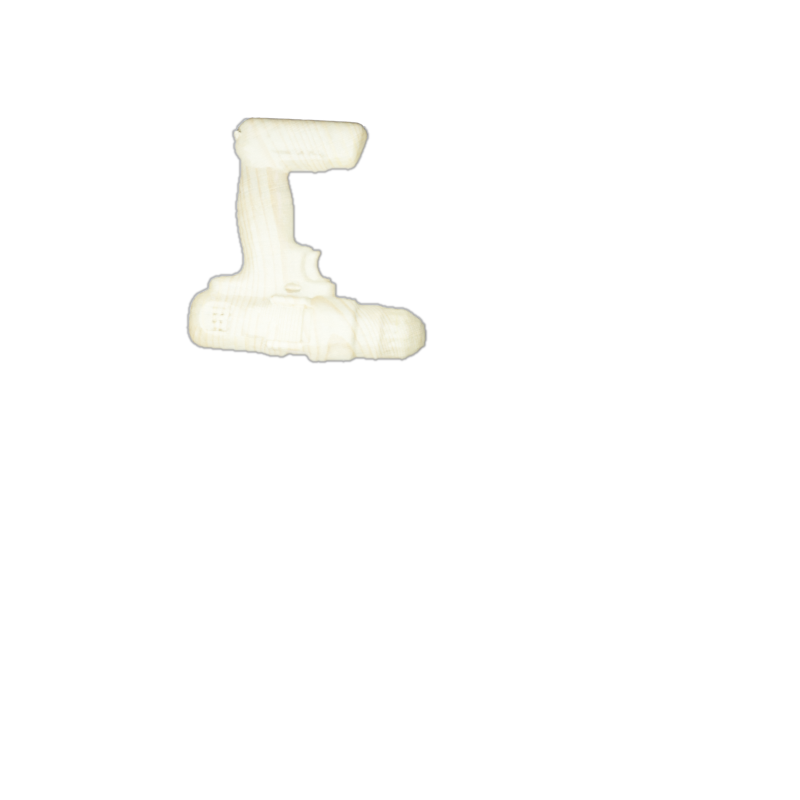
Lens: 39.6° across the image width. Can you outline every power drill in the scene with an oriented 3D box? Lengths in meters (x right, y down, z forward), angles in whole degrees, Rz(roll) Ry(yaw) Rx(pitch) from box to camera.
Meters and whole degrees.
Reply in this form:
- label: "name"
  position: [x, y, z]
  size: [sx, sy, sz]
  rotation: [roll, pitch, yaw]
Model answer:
- label: "power drill"
  position: [-0.068, -0.124, 0.870]
  size: [0.184, 0.193, 0.056]
  rotation: [4, -11, 0]
